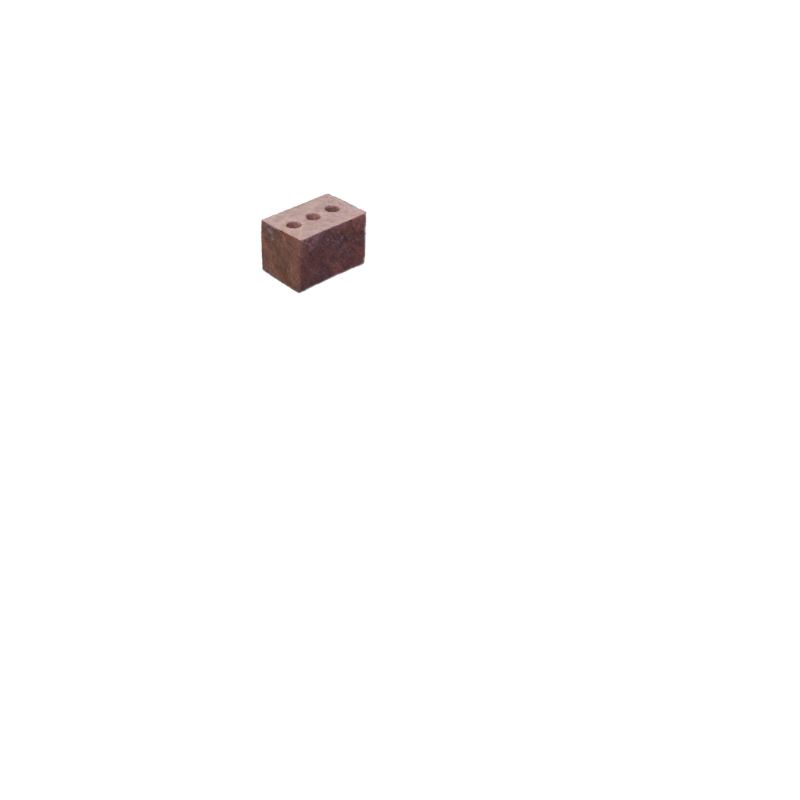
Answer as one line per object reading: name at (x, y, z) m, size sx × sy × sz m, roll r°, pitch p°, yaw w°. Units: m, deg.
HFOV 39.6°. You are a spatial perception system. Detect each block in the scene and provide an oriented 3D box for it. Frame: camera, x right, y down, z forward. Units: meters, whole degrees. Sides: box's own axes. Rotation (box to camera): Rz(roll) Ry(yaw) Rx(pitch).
block at (-0.075, -0.136, 0.952) m, size 0.078 × 0.048 × 0.056 m, roll -29°, pitch 44°, yaw -36°
